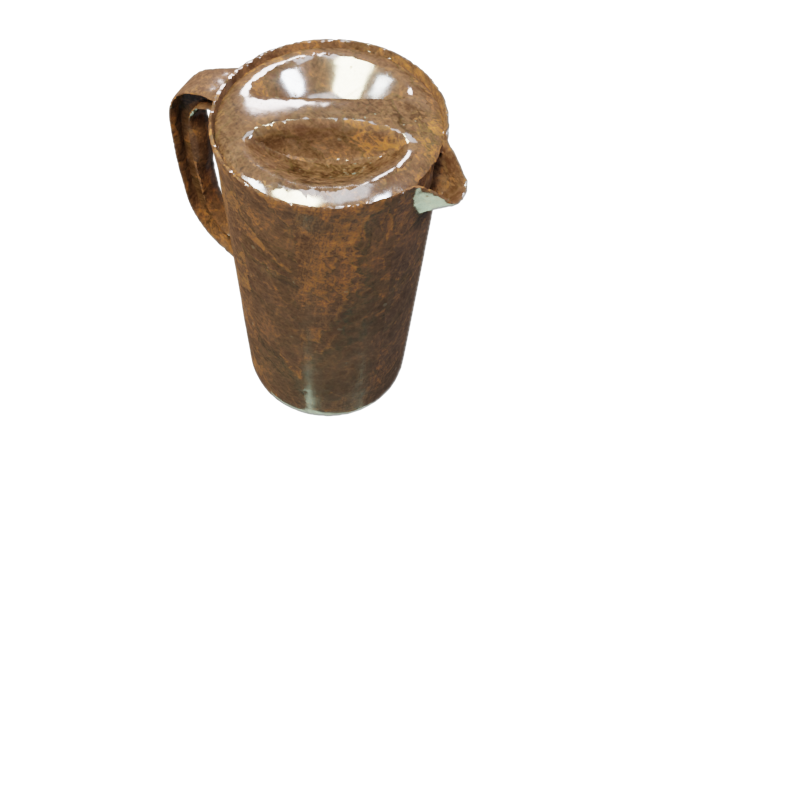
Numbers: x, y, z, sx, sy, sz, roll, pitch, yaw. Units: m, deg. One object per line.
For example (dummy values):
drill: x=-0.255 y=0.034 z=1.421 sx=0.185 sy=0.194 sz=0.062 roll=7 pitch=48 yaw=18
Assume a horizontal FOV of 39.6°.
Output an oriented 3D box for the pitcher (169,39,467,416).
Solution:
pitcher: x=-0.055 y=-0.100 z=0.700 sx=0.144 sy=0.161 sz=0.227 roll=-14 pitch=-33 yaw=-12
